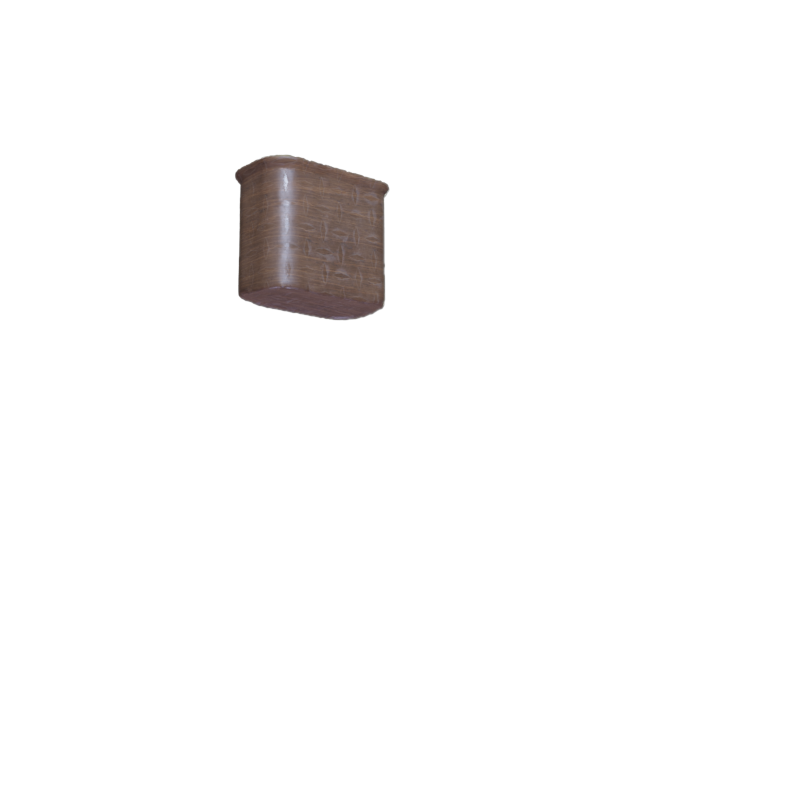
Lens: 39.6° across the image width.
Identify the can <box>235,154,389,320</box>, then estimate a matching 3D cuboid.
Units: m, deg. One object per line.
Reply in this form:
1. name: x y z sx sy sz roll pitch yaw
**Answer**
1. can: -0.055 -0.101 0.708 0.097 0.087 0.058 10 -18 -39
